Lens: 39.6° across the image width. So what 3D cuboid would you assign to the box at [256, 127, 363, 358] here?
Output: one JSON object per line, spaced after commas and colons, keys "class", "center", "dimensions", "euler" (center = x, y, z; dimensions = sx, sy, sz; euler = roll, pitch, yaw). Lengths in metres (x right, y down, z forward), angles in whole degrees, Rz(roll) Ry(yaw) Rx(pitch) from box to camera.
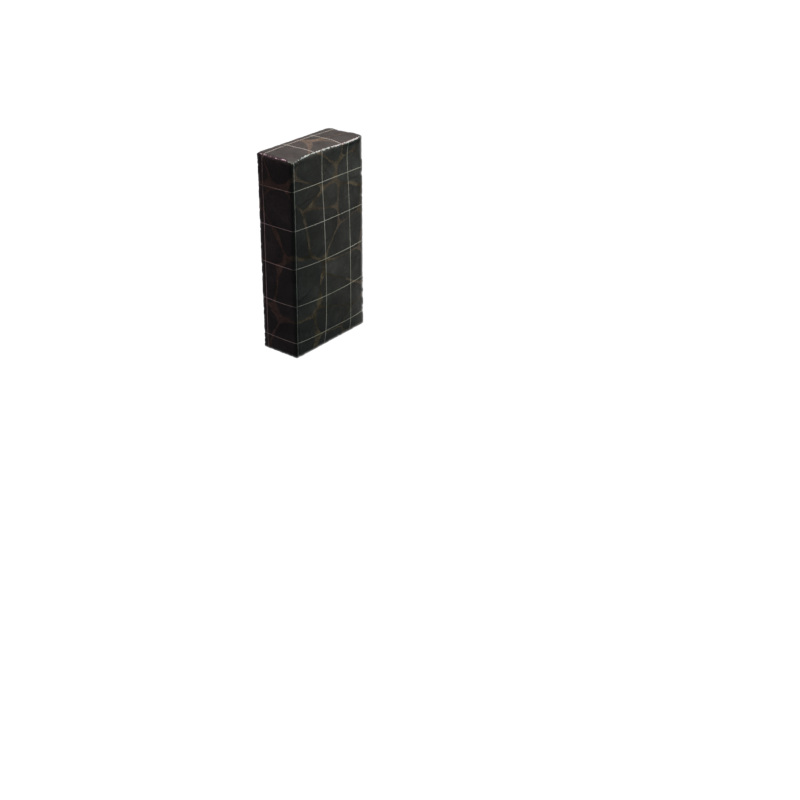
{"class": "box", "center": [-0.074, -0.135, 0.944], "dimensions": [0.051, 0.167, 0.093], "euler": [20, 32, 33]}
